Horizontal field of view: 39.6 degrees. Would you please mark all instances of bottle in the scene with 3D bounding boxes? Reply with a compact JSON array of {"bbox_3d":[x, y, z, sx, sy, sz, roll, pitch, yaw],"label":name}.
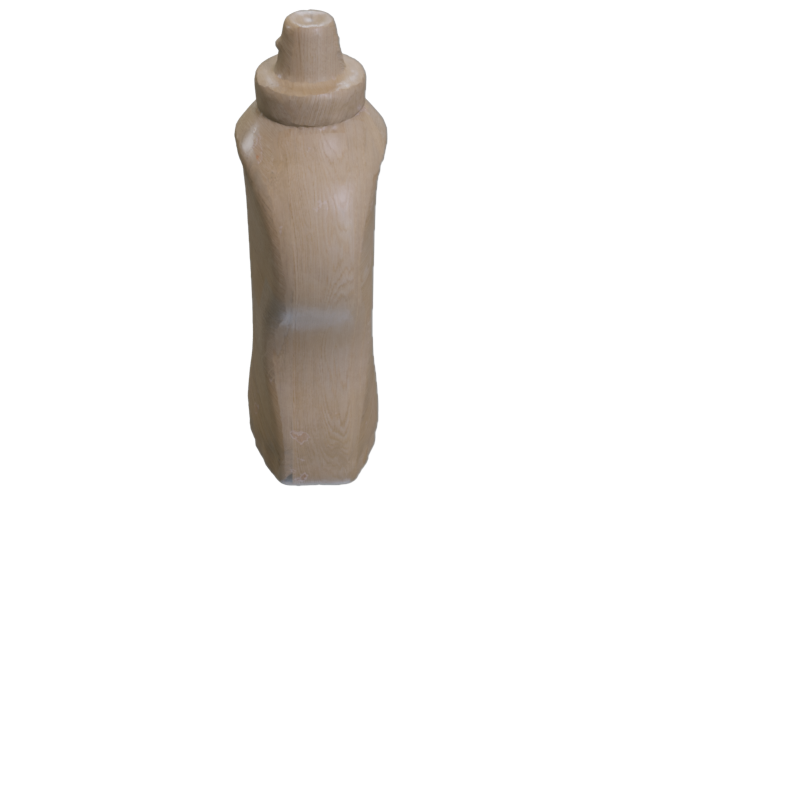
[{"bbox_3d":[-0.035,-0.064,0.446,0.058,0.179,0.103,0,38,-4],"label":"bottle"}]
